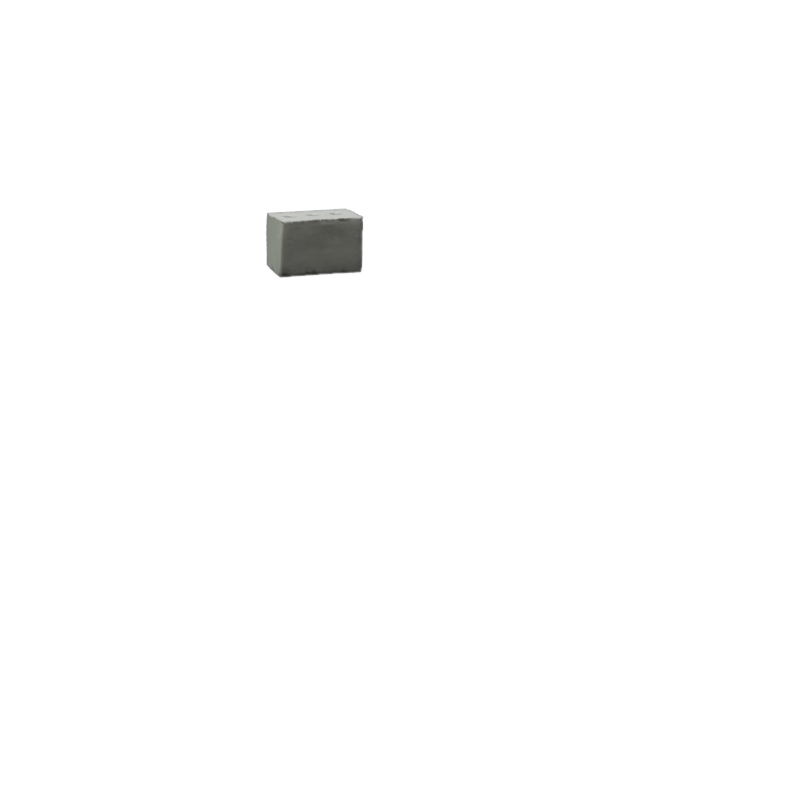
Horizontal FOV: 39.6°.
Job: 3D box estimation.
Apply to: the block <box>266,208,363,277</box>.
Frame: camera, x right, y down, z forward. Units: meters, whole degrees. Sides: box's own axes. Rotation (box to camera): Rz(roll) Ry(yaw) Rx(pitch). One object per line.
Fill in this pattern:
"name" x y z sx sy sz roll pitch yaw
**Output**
"block" -0.078 -0.143 1.000 0.076 0.050 0.056 -6 17 -19
